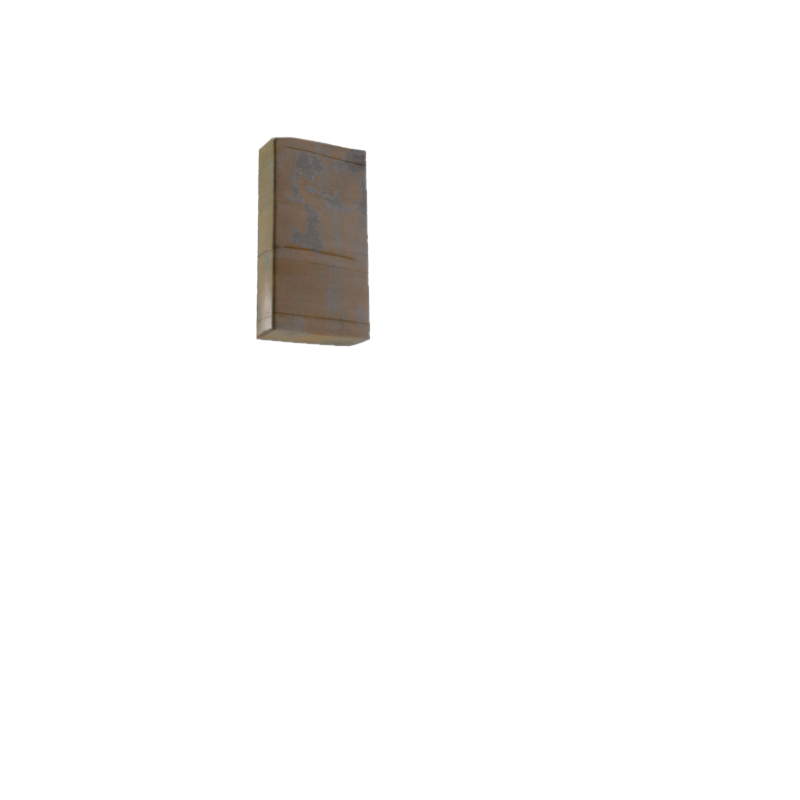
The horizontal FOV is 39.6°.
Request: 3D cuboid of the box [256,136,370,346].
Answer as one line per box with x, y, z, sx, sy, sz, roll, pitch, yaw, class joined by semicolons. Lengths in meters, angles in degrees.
-0.076;-0.138;0.966;0.090;0.183;0.048;6;-16;-25;box
